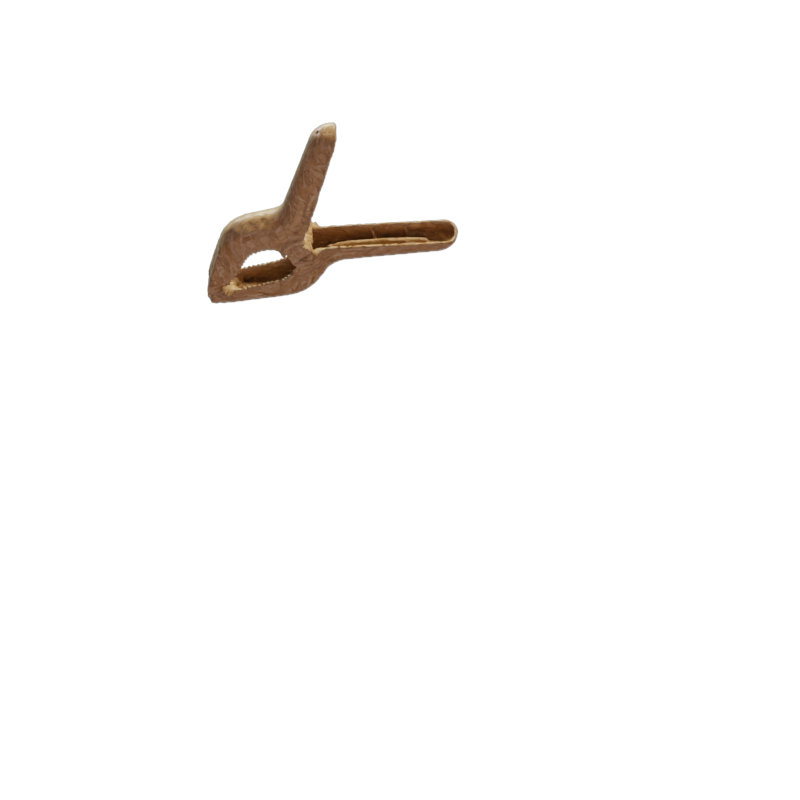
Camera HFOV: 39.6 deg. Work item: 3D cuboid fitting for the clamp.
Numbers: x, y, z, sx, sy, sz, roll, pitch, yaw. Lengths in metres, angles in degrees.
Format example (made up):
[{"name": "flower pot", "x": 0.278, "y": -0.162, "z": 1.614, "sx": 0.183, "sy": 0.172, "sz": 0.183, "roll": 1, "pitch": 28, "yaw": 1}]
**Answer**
[{"name": "clamp", "x": -0.070, "y": -0.128, "z": 0.896, "sx": 0.154, "sy": 0.039, "sz": 0.209, "roll": 30, "pitch": -45, "yaw": -35}]
